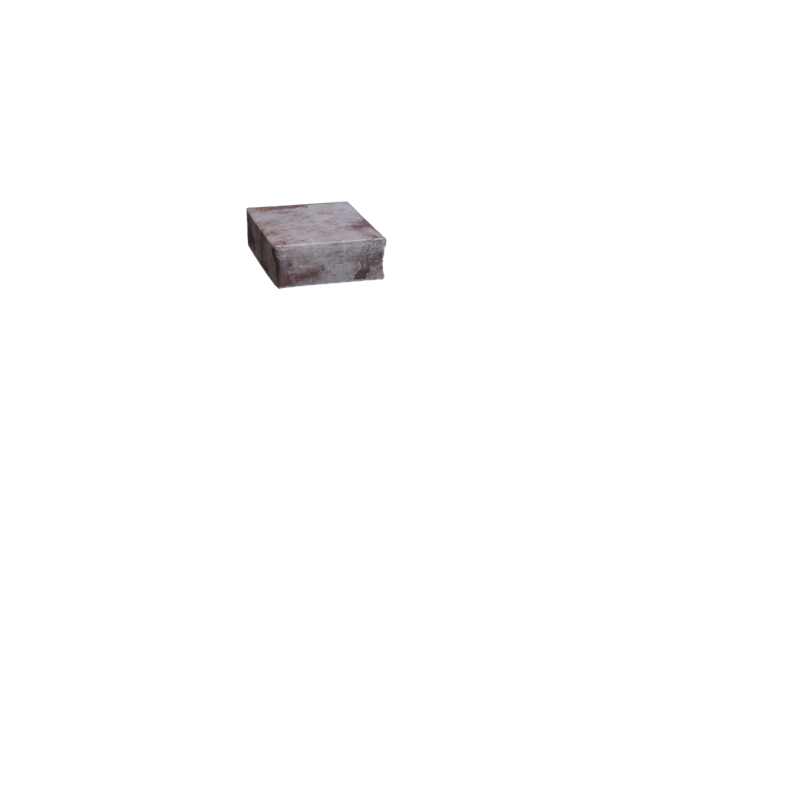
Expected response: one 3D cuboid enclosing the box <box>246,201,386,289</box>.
[{"bbox_3d":[-0.070,-0.128,0.896,0.088,0.037,0.121,-7,28,-15],"label":"box"}]
